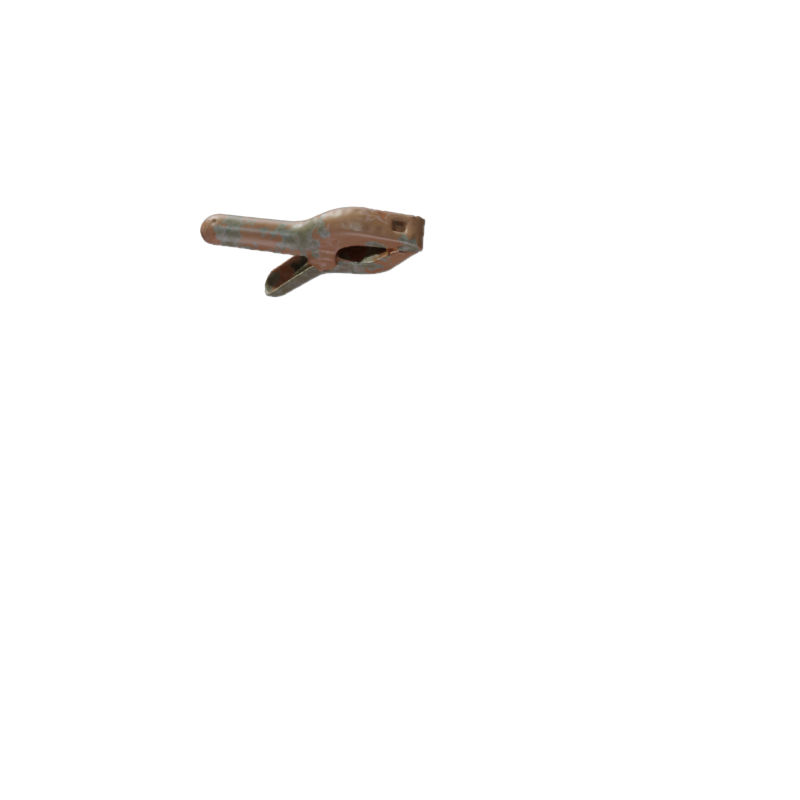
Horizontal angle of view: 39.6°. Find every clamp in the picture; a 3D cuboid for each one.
[{"bbox_3d":[-0.068,-0.124,0.867,0.175,0.041,0.112,-11,-20,31],"label":"clamp"}]
